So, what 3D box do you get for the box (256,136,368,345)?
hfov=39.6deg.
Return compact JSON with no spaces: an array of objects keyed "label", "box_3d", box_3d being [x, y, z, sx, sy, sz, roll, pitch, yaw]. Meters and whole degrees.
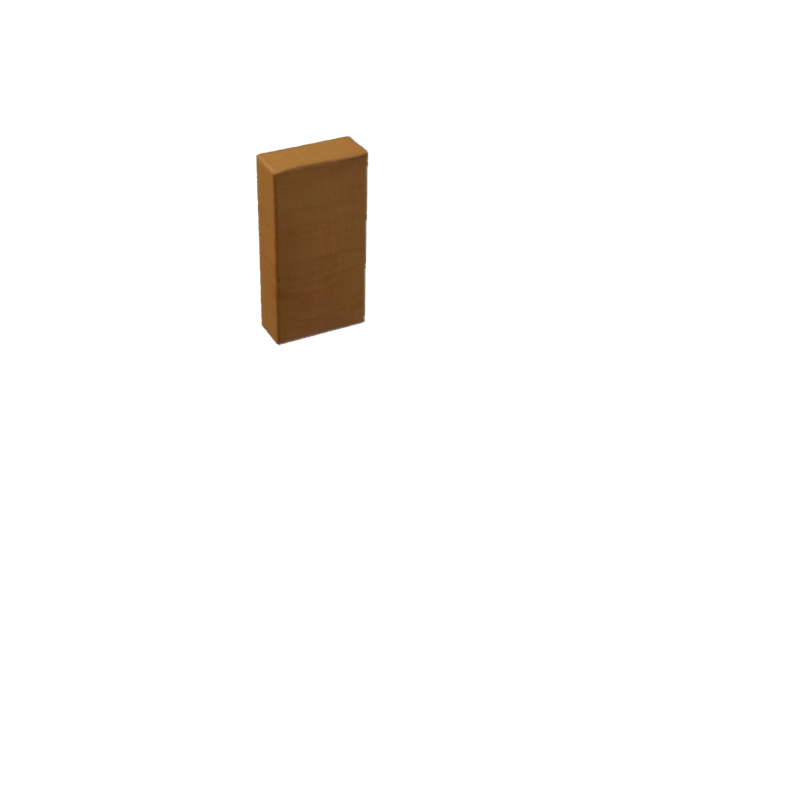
[{"label":"box","box_3d":[-0.078,-0.141,0.992,0.092,0.165,0.052,-15,38,-24]}]
